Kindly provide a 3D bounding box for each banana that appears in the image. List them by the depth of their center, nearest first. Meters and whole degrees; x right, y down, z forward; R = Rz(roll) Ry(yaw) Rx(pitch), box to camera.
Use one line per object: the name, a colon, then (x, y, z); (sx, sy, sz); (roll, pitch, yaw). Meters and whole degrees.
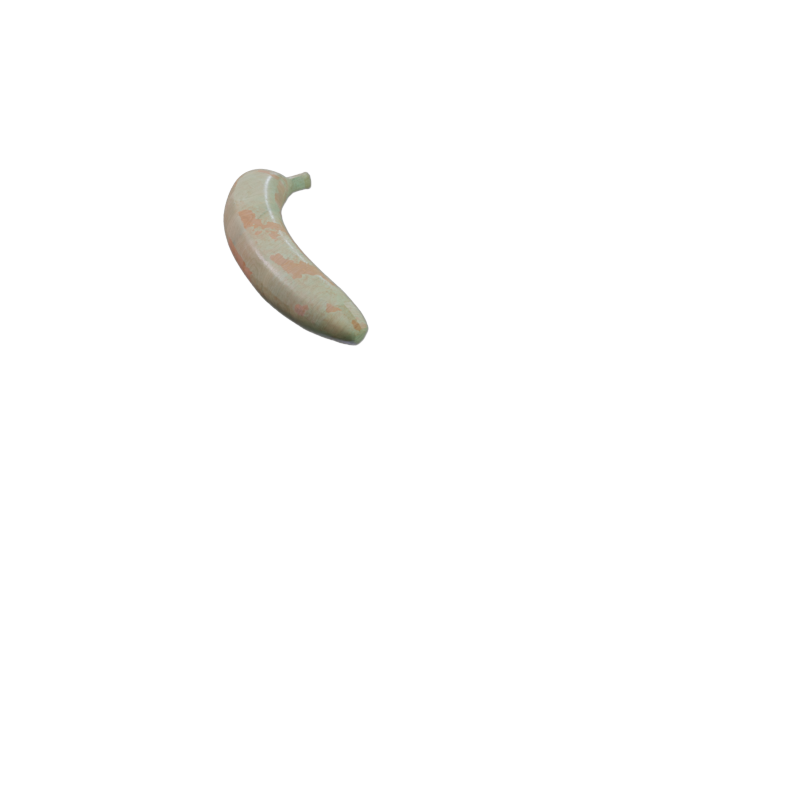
banana: (-0.073, -0.099, 0.693); (0.069, 0.034, 0.213); (-7, 39, -10)
